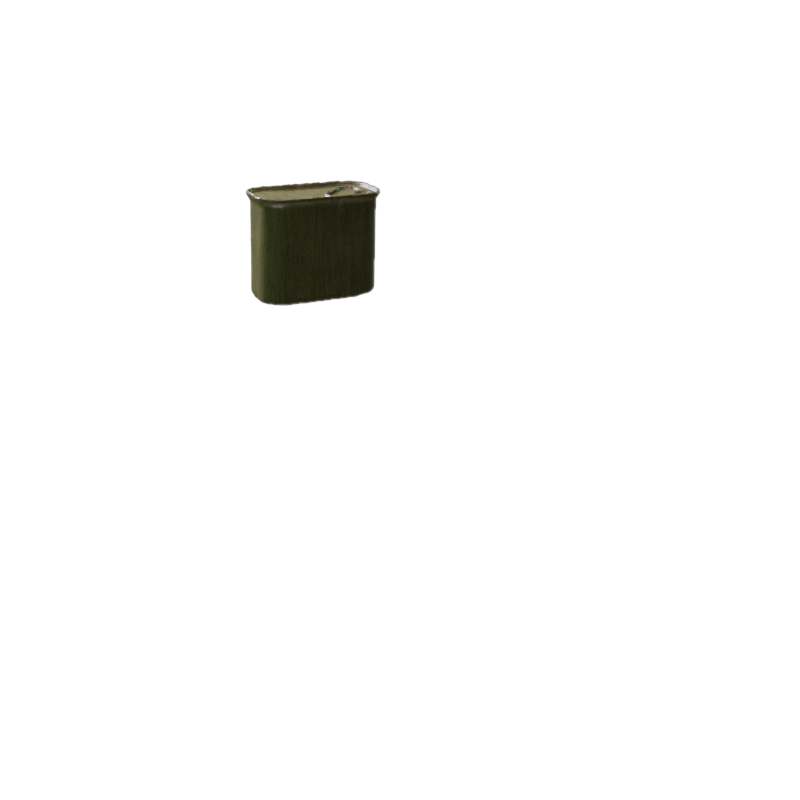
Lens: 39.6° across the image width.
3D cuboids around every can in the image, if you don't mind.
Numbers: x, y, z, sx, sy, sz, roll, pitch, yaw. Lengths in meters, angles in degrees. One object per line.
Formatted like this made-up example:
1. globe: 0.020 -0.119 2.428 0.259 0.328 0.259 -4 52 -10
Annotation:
1. can: -0.068 -0.124 0.868 0.100 0.081 0.061 -8 19 -24
